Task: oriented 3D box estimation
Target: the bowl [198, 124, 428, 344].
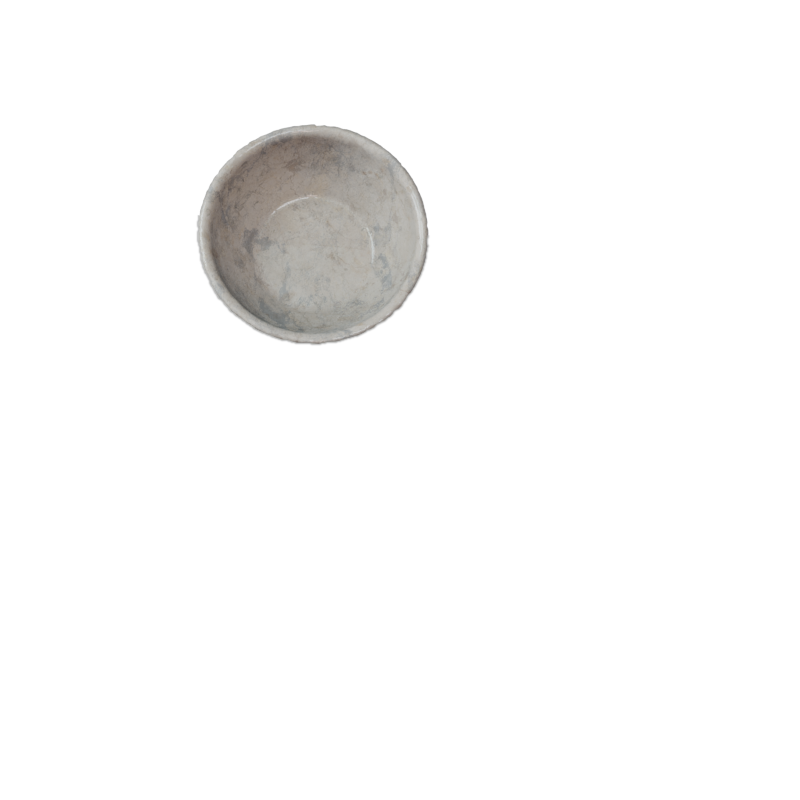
[{"bbox_3d":[-0.063,-0.114,0.799,0.162,0.169,0.053,-1,-16,-1],"label":"bowl"}]
